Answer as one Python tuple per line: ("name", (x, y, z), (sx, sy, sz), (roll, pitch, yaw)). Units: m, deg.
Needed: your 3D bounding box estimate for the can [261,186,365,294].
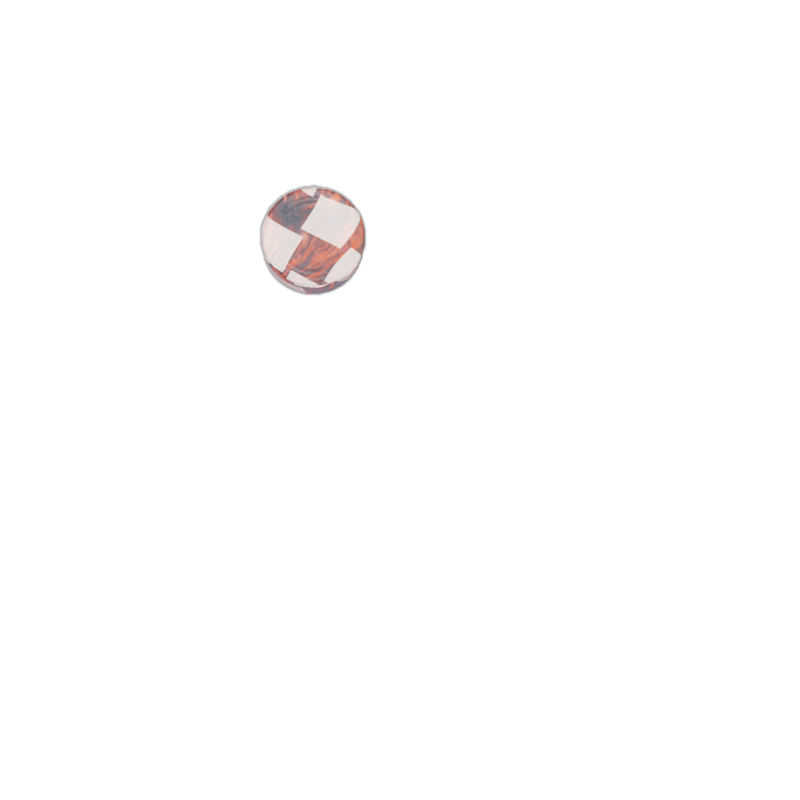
("can", (-0.072, -0.131, 0.920), (0.086, 0.089, 0.032), (0, -15, -1))
